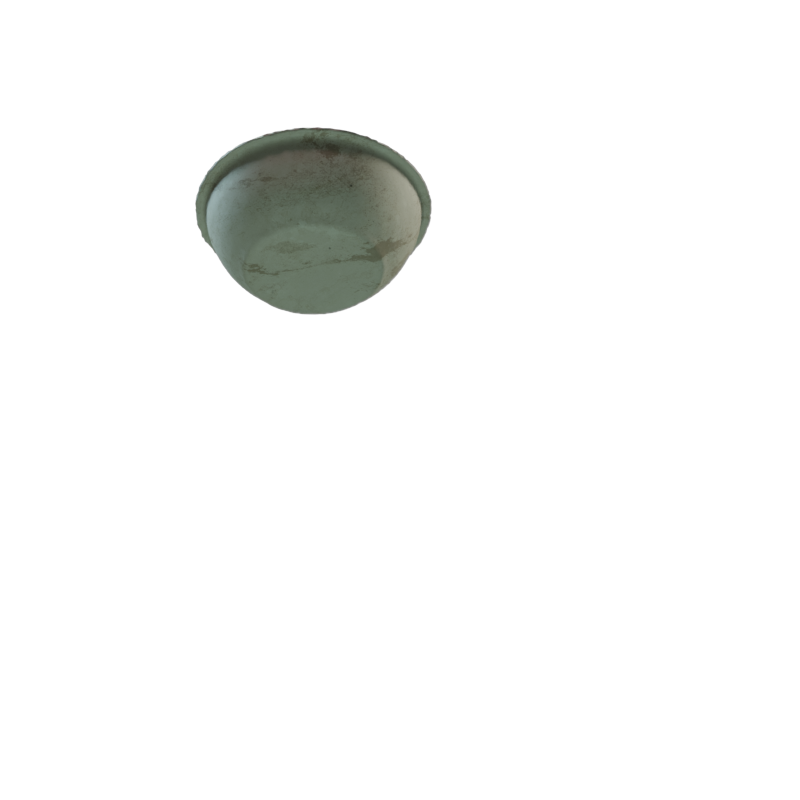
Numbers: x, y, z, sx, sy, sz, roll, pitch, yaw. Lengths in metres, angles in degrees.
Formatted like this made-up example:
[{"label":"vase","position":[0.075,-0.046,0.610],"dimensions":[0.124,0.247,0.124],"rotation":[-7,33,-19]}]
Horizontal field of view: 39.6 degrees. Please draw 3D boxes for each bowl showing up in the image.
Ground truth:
[{"label":"bowl","position":[-0.058,-0.106,0.742],"dimensions":[0.162,0.059,0.151],"rotation":[1,-37,-2]}]
